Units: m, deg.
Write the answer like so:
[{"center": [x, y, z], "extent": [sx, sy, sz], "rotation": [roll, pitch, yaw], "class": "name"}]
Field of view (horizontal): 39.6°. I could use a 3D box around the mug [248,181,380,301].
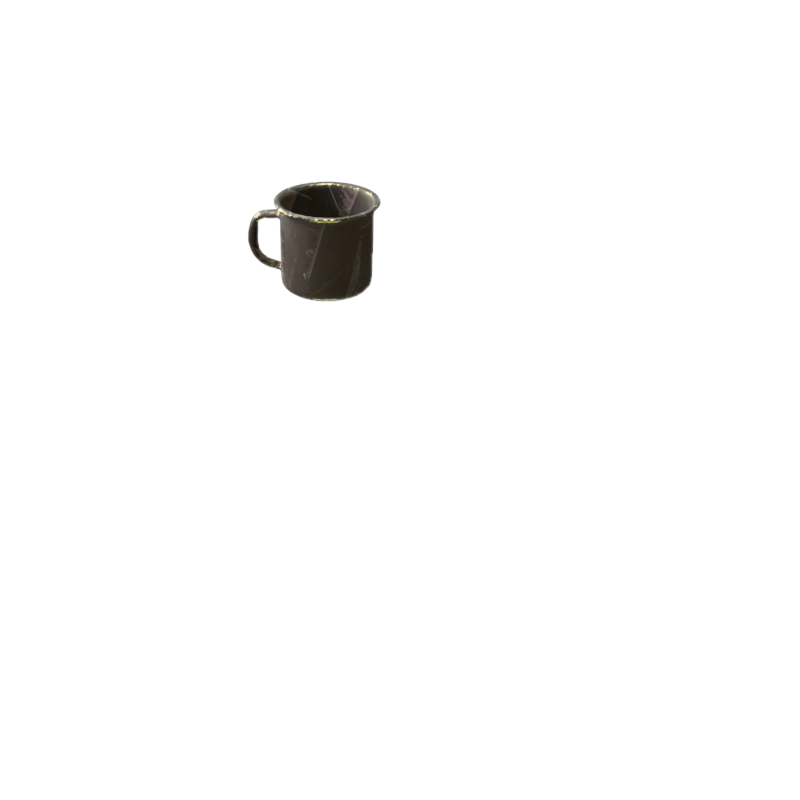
[{"center": [-0.077, -0.140, 0.981], "extent": [0.118, 0.077, 0.098], "rotation": [2, 28, 3], "class": "mug"}]
